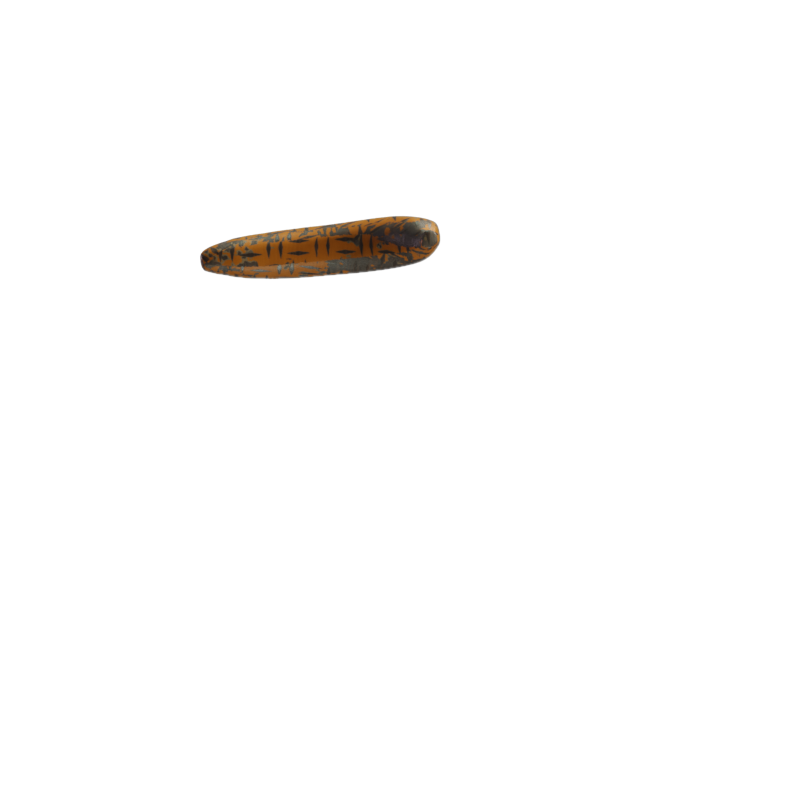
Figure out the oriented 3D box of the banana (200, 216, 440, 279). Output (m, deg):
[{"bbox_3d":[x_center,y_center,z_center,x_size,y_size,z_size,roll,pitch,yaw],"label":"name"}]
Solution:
[{"bbox_3d":[-0.049,-0.111,0.795,0.203,0.038,0.066,-3,-7,31],"label":"banana"}]
